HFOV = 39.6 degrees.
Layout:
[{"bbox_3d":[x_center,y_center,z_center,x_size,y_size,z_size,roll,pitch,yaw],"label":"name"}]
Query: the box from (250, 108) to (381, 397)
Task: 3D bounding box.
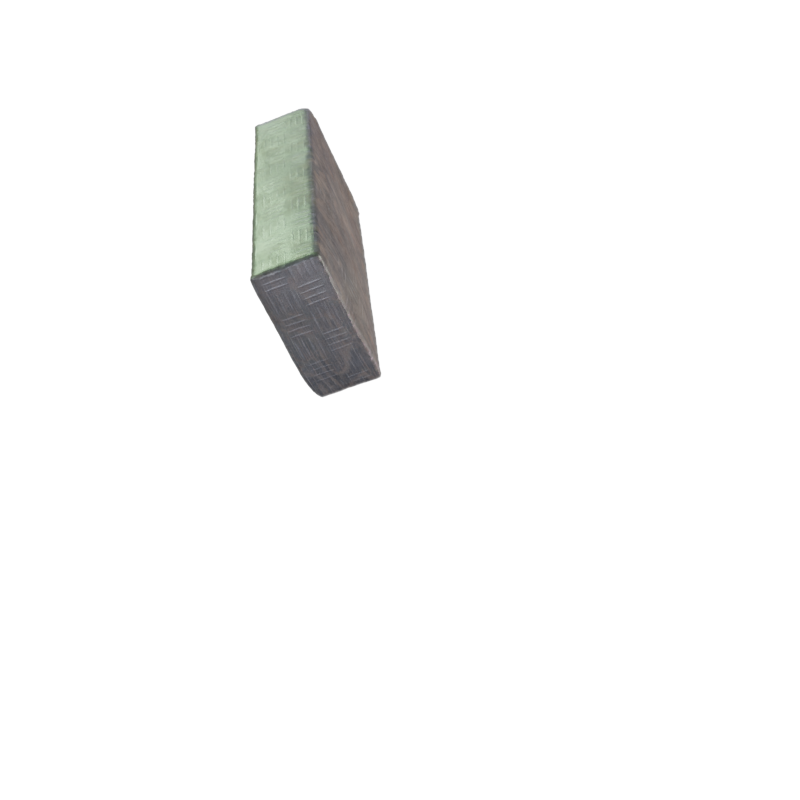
[{"bbox_3d":[-0.052,-0.095,0.662,0.048,0.086,0.189,-19,38,11],"label":"box"}]
